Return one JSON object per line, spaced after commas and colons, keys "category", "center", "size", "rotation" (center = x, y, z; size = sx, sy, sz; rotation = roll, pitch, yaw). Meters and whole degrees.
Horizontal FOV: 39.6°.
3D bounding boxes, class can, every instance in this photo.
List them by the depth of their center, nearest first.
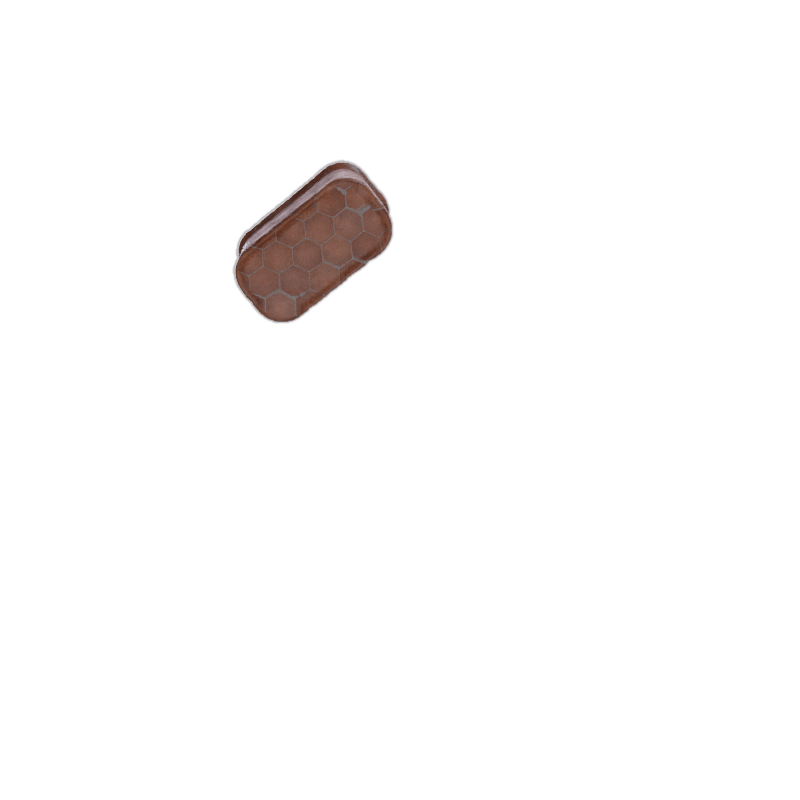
{"category": "can", "center": [-0.053, -0.098, 0.684], "size": [0.102, 0.056, 0.086], "rotation": [-38, 12, 5]}
